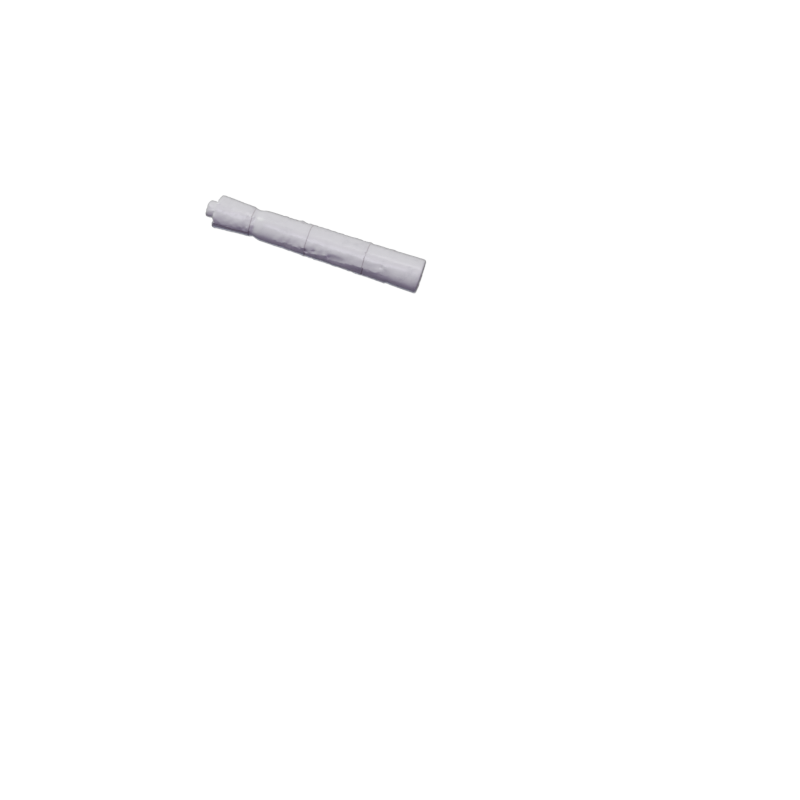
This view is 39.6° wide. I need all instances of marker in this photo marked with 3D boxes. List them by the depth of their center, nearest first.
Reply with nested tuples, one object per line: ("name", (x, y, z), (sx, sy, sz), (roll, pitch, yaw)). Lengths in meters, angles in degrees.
("marker", (-0.046, -0.085, 0.593), (0.123, 0.020, 0.020), (19, 6, 8))
